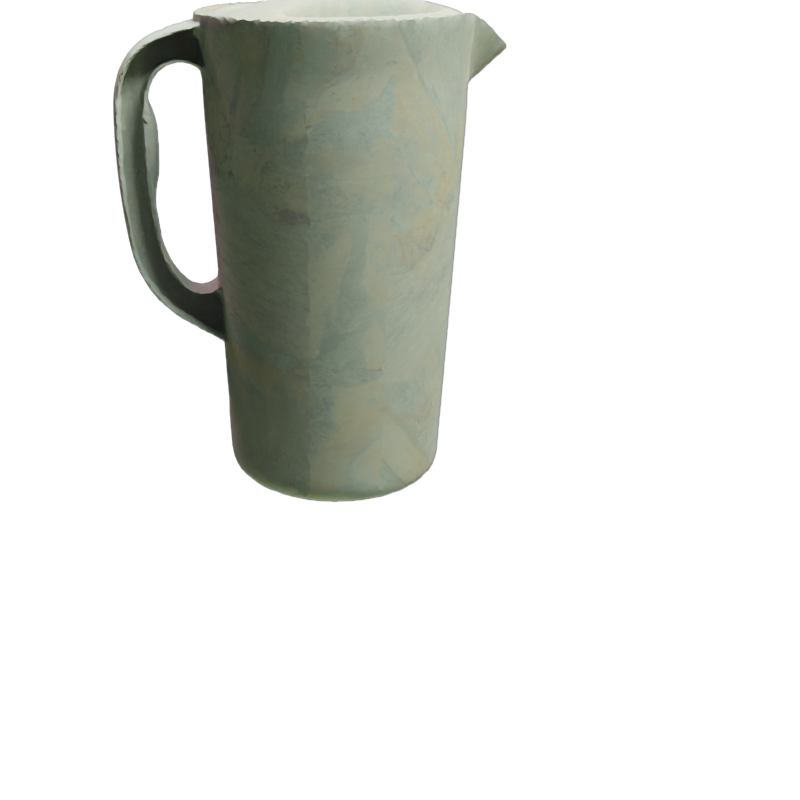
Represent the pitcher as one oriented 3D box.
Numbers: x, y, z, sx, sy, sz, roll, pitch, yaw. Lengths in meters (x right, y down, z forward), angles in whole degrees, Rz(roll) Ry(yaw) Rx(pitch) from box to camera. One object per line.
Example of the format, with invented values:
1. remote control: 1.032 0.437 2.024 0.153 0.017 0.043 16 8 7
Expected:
1. pitcher: -0.043 -0.079 0.552 0.156 0.234 0.144 12 21 30
